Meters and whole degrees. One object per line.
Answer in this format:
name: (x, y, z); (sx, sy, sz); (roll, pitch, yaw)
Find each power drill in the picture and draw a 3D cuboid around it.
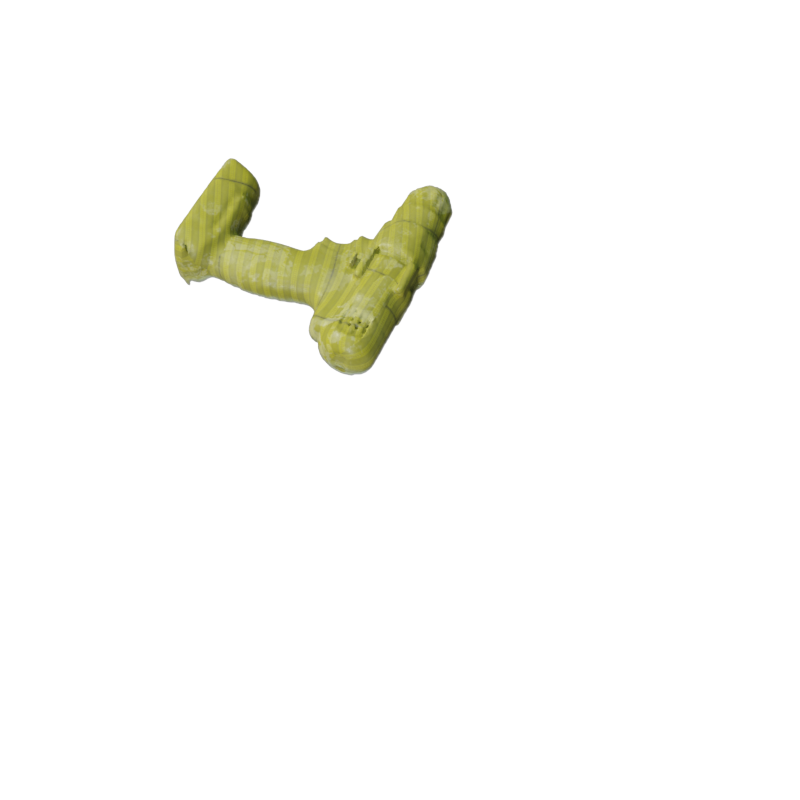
power drill: (-0.069, -0.125, 0.875); (0.194, 0.191, 0.053); (21, -34, 15)
